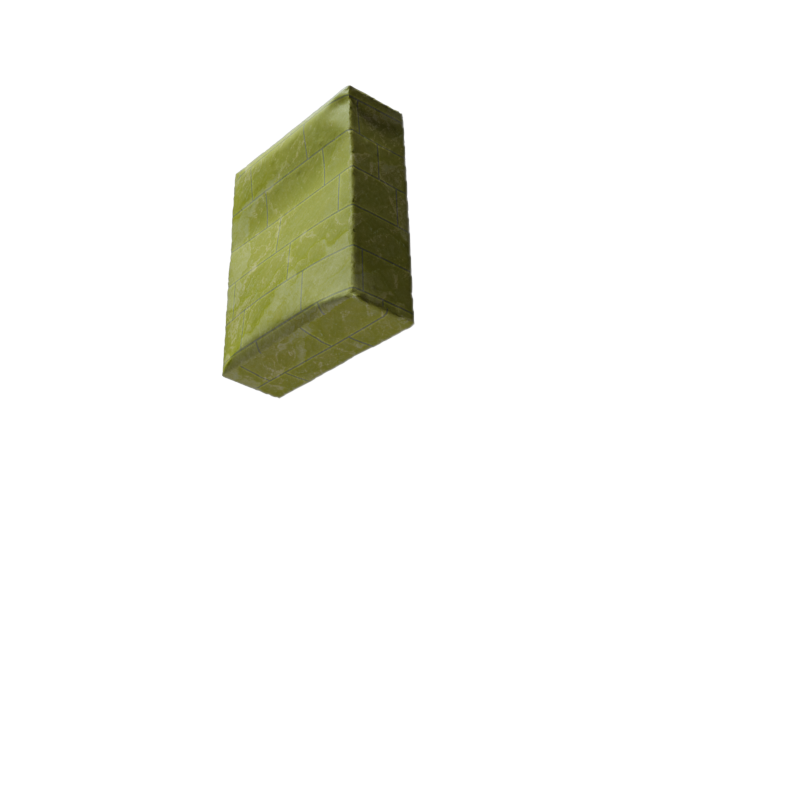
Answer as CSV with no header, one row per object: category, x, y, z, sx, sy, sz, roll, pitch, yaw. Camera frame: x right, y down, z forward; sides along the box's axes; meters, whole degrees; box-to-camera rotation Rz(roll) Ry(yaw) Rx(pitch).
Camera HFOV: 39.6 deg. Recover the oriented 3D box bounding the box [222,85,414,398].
box,-0.072,-0.132,0.925,0.067,0.228,0.164,25,-40,-37
